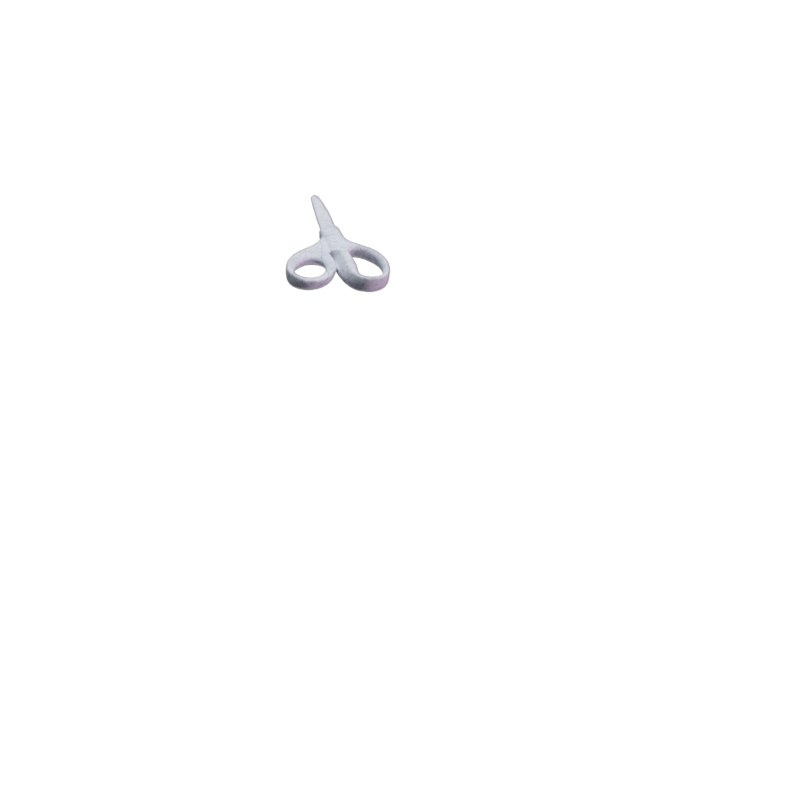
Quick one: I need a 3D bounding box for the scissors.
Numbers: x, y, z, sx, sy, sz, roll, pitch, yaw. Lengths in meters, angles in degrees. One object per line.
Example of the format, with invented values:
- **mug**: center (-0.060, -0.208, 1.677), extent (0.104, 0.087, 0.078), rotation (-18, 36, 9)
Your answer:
- **scissors**: center (-0.078, -0.142, 0.993), extent (0.095, 0.015, 0.217), rotation (-13, 33, -22)
